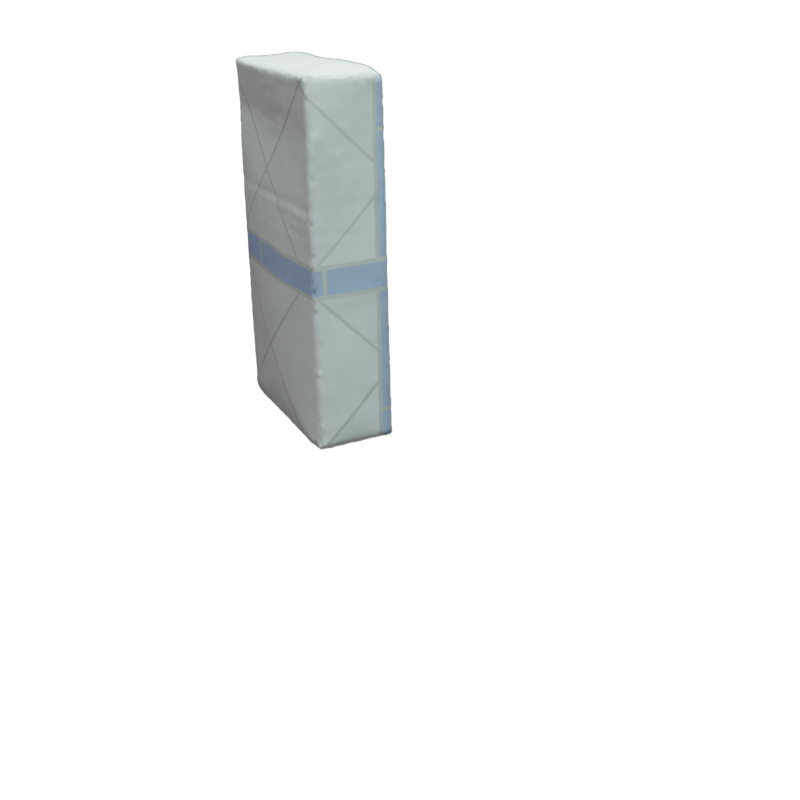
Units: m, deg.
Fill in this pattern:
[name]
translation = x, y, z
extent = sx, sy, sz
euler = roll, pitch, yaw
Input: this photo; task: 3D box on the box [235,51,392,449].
[box]
translation = -0.042, -0.077, 0.541
extent = 0.047, 0.170, 0.099
euler = -7, 19, -25
